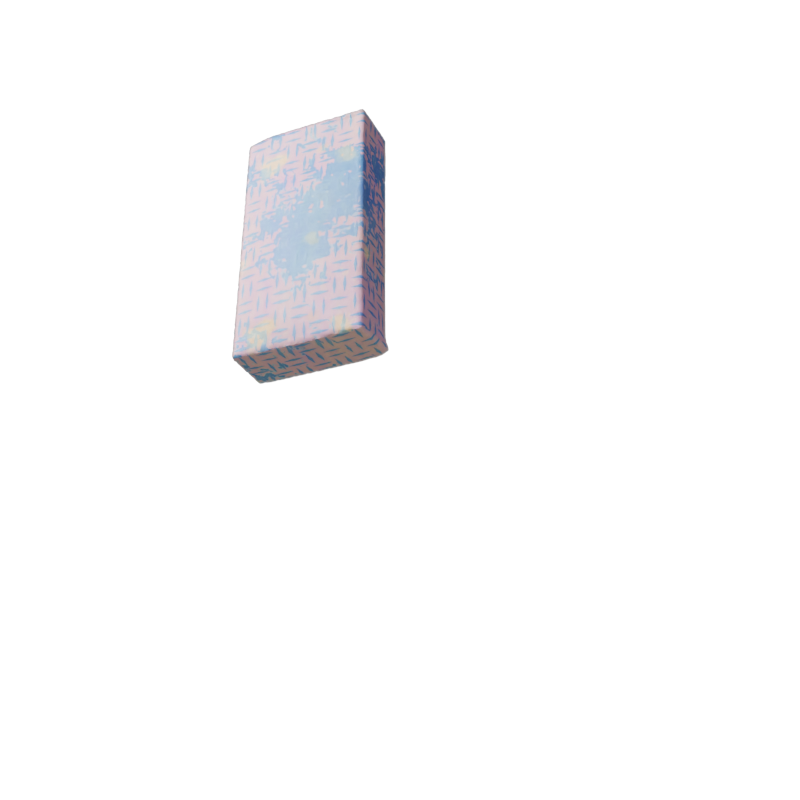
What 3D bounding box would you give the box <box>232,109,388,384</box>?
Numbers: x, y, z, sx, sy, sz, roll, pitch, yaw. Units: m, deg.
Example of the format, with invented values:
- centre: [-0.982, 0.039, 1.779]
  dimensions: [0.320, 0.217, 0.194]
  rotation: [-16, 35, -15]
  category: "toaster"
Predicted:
- centre: [-0.058, -0.105, 0.735]
  dimensions: [0.094, 0.188, 0.044]
  rotation: [-15, -33, 20]
  category: "box"
